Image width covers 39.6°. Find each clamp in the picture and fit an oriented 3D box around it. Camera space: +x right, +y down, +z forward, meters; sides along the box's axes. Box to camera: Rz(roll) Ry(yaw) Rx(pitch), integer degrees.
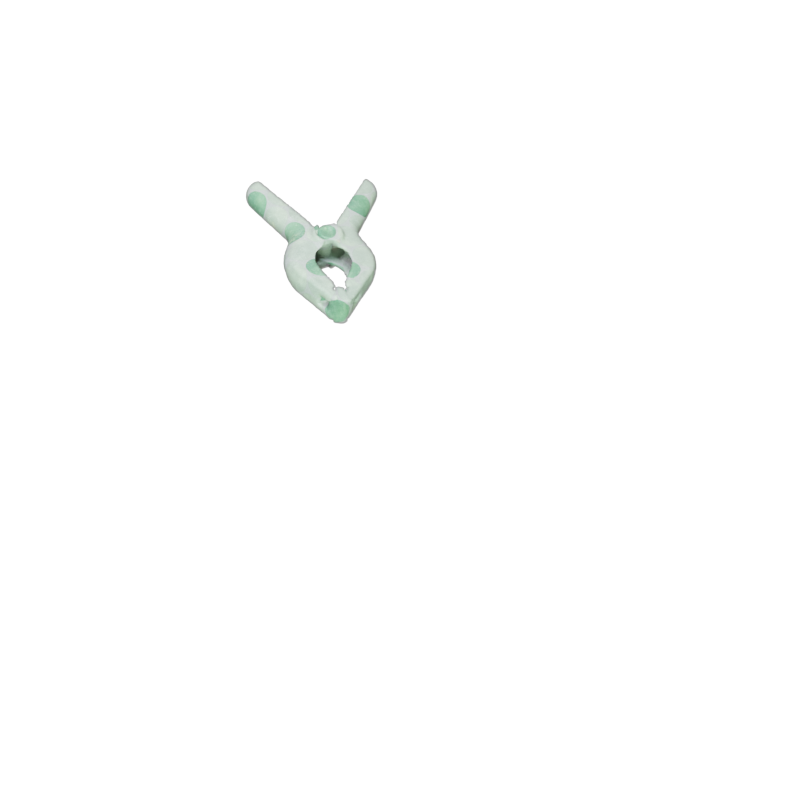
[{"bbox_3d":[-0.076,-0.138,0.968,0.120,0.036,0.184,-2,44,-3],"label":"clamp"}]
